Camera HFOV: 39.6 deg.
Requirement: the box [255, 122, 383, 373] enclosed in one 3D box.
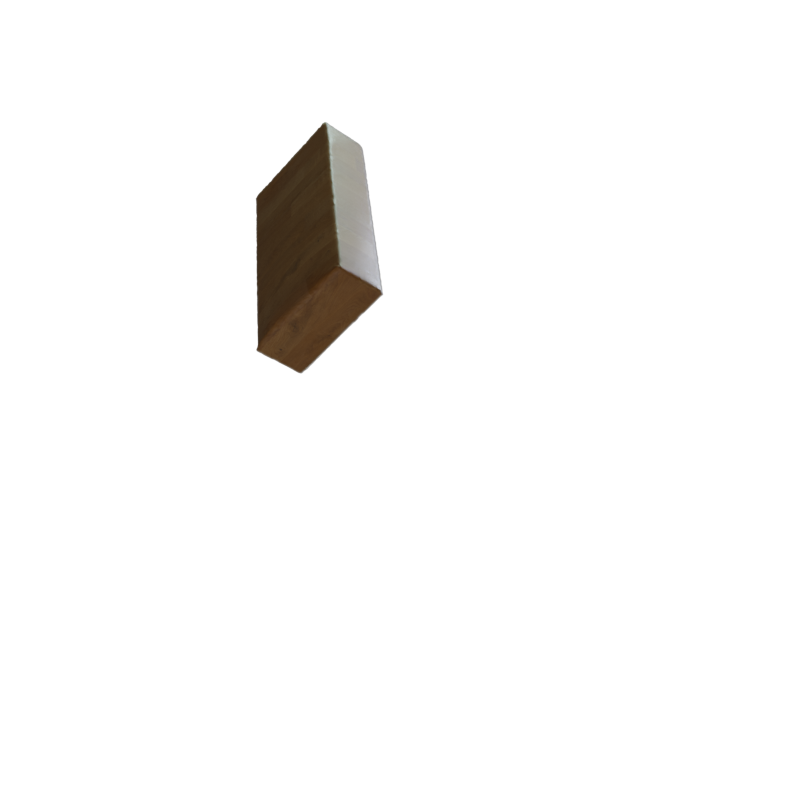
[{"bbox_3d":[-0.062,-0.114,0.797,0.045,0.189,0.092,31,-57,-28],"label":"box"}]
